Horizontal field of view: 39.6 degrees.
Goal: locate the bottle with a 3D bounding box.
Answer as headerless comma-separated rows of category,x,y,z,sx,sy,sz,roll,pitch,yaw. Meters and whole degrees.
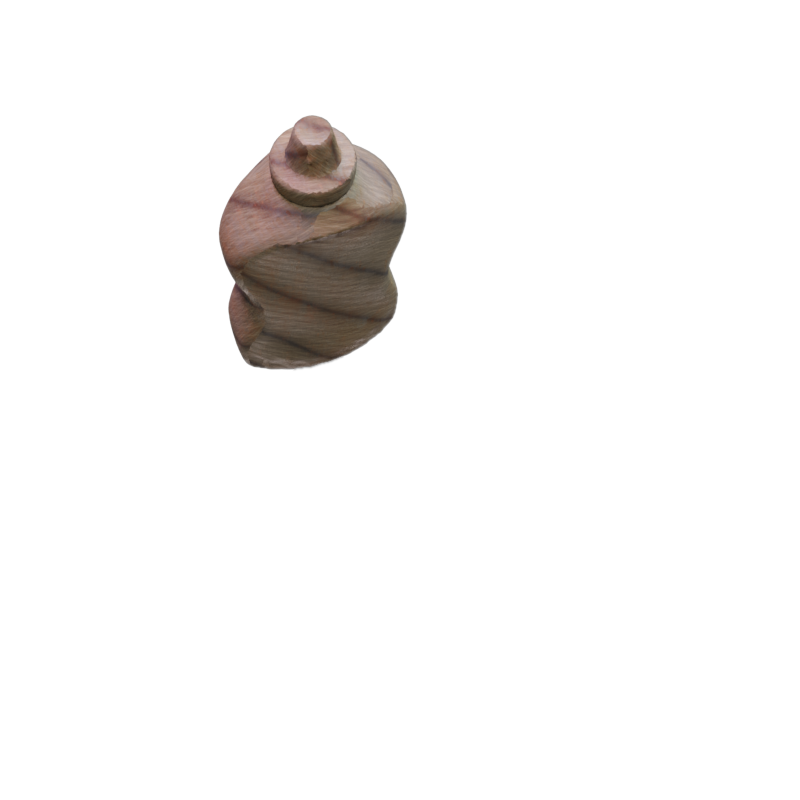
bottle,-0.045,-0.083,0.576,0.095,0.062,0.181,-16,-22,-11
